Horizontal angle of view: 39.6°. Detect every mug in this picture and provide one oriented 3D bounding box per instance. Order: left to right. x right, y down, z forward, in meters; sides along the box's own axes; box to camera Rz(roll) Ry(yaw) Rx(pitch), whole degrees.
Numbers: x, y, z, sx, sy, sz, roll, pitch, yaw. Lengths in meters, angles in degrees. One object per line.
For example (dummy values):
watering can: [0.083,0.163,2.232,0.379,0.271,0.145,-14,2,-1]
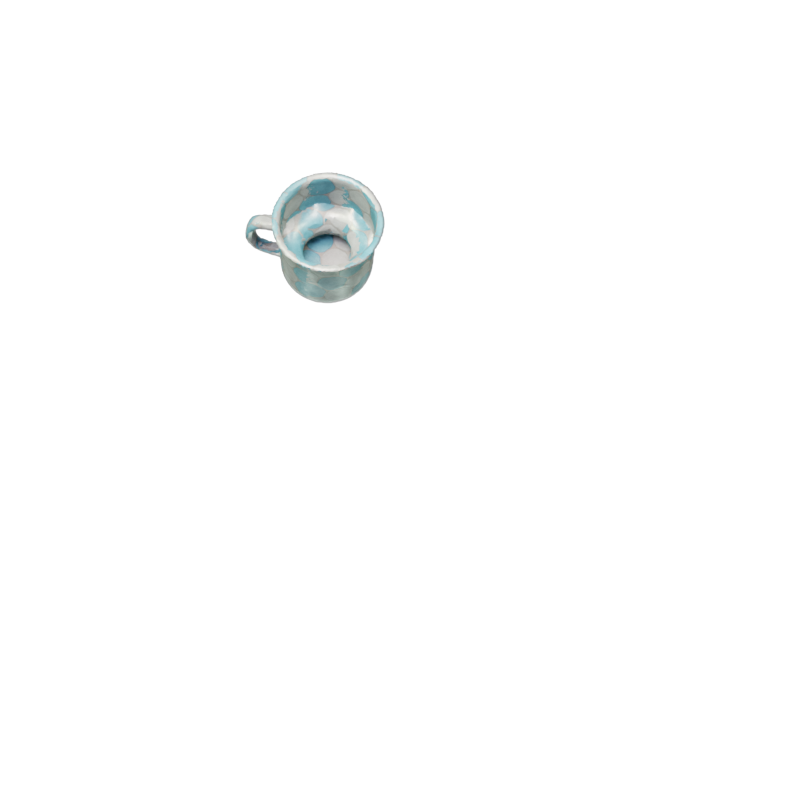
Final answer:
mug: [-0.074,-0.135,0.949,0.117,0.098,0.077,5,-24,1]
